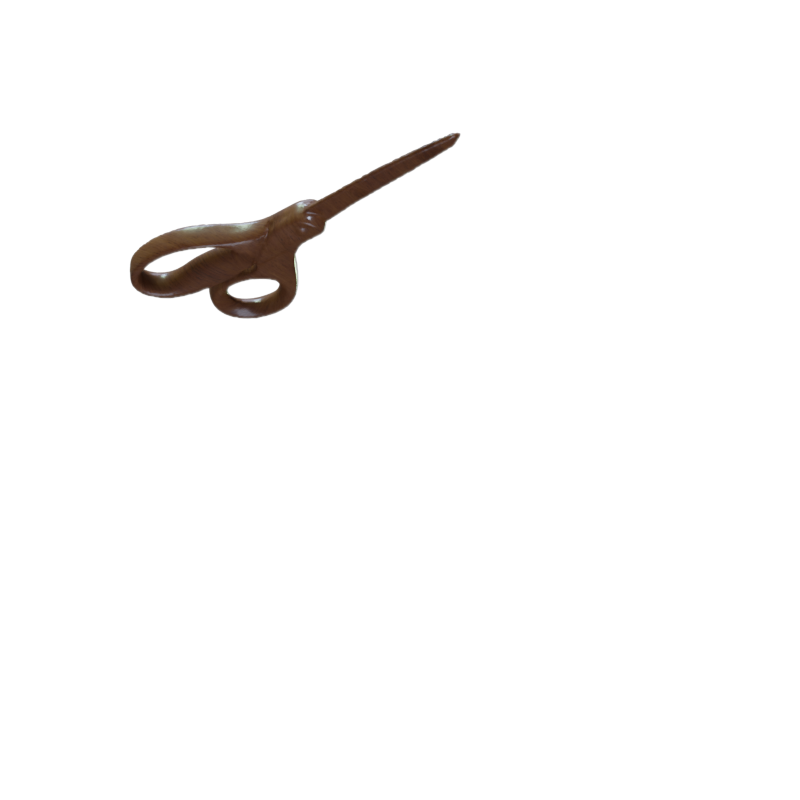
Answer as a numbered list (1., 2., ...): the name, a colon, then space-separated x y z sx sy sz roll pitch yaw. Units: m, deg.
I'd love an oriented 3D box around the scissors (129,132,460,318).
1. scissors: -0.043 -0.078 0.549 0.205 0.017 0.089 -12 -26 27
